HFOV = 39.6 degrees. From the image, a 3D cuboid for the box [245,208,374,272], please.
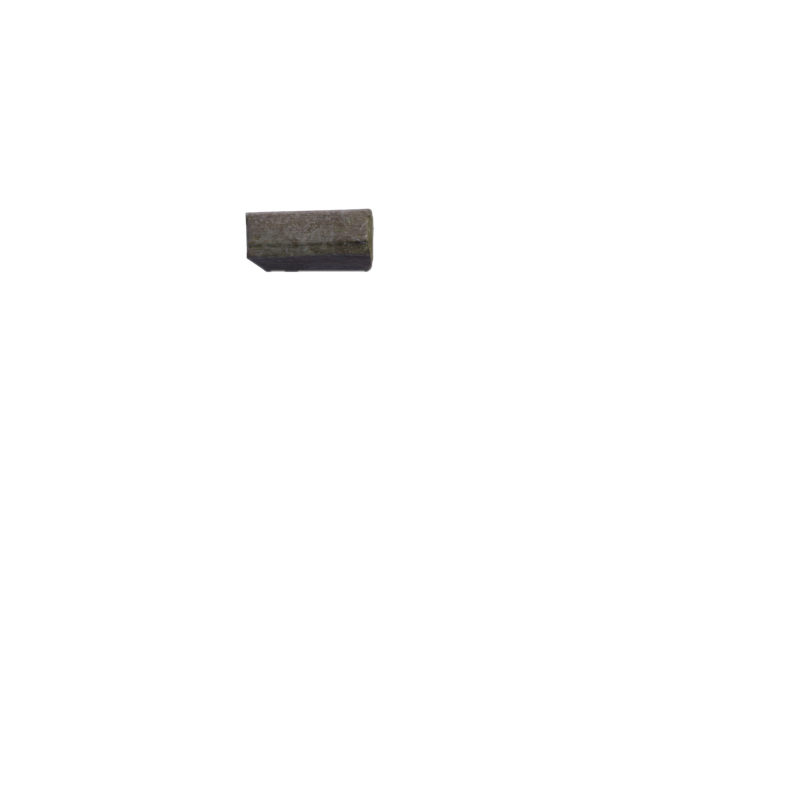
[{"bbox_3d":[-0.065,-0.118,0.830,0.090,0.039,0.112,0,-1,1],"label":"box"}]
